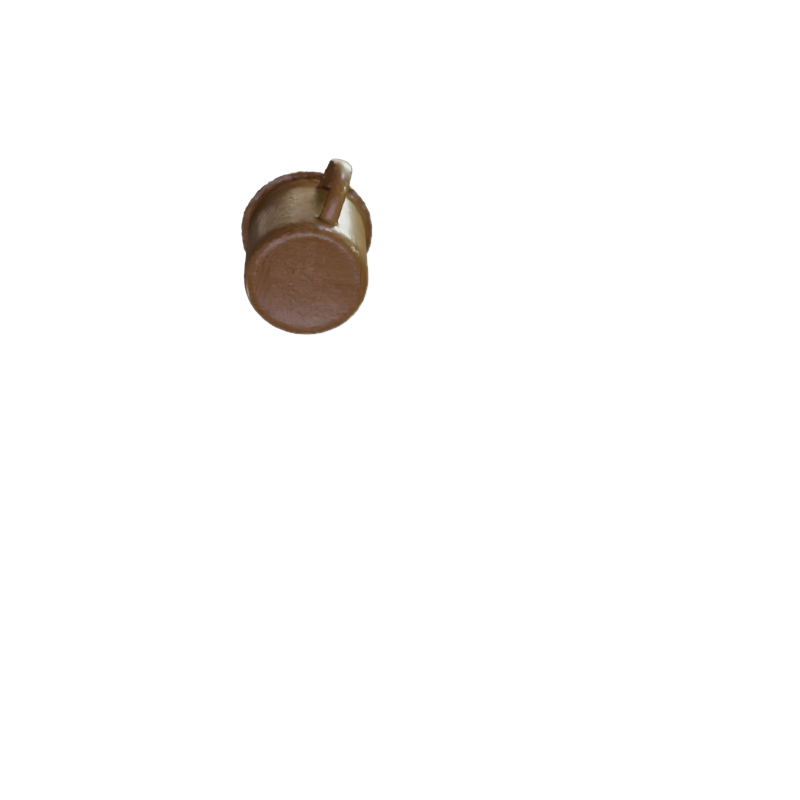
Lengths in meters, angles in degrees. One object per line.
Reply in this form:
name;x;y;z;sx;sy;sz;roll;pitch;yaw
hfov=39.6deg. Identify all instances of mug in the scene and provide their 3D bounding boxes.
mug;-0.058;-0.106;0.745;0.091;0.113;0.086;21;26;-13
